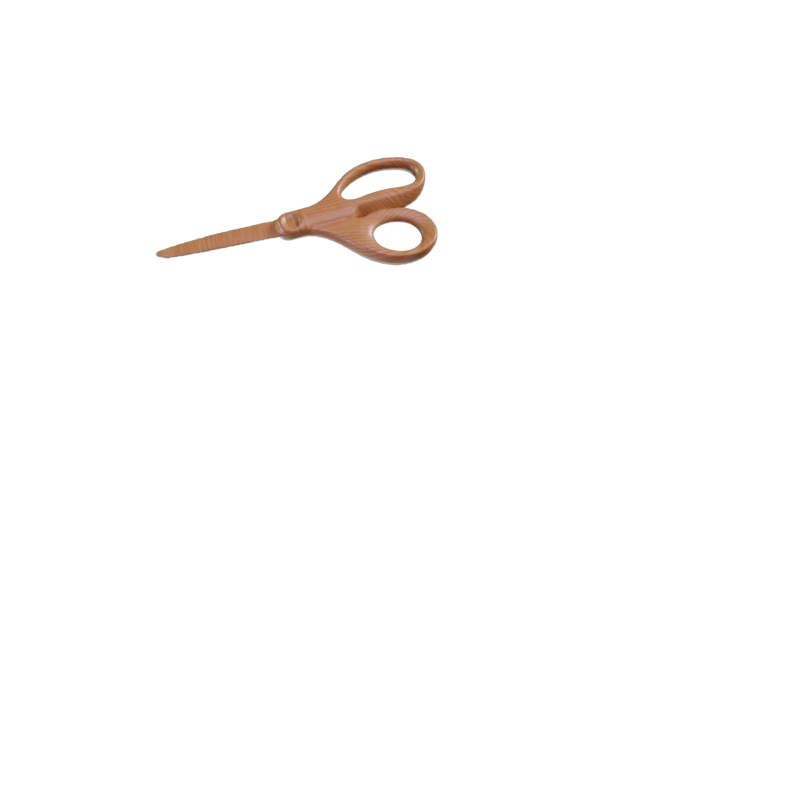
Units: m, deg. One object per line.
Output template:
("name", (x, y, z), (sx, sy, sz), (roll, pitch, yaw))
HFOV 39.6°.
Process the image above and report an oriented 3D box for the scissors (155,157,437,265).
("scissors", (-0.061, -0.112, 0.782), (0.201, 0.103, 0.015), (-28, -27, -16))
